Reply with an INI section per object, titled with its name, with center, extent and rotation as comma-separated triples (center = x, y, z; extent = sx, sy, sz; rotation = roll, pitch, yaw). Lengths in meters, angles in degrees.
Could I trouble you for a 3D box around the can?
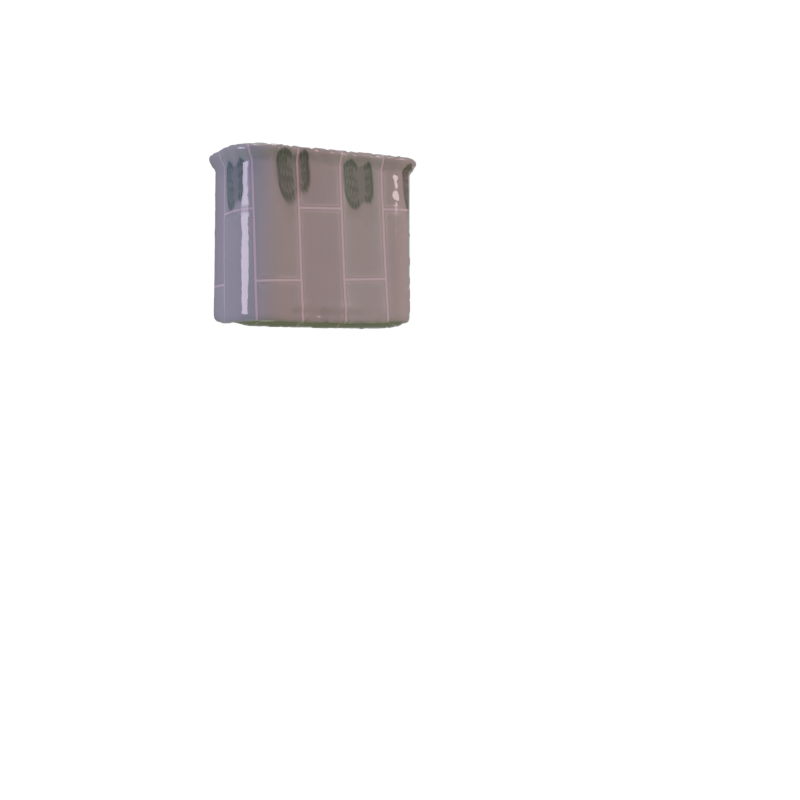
[can]
center = -0.043, -0.079, 0.552
extent = 0.099, 0.085, 0.059
rotation = 1, -4, -27
